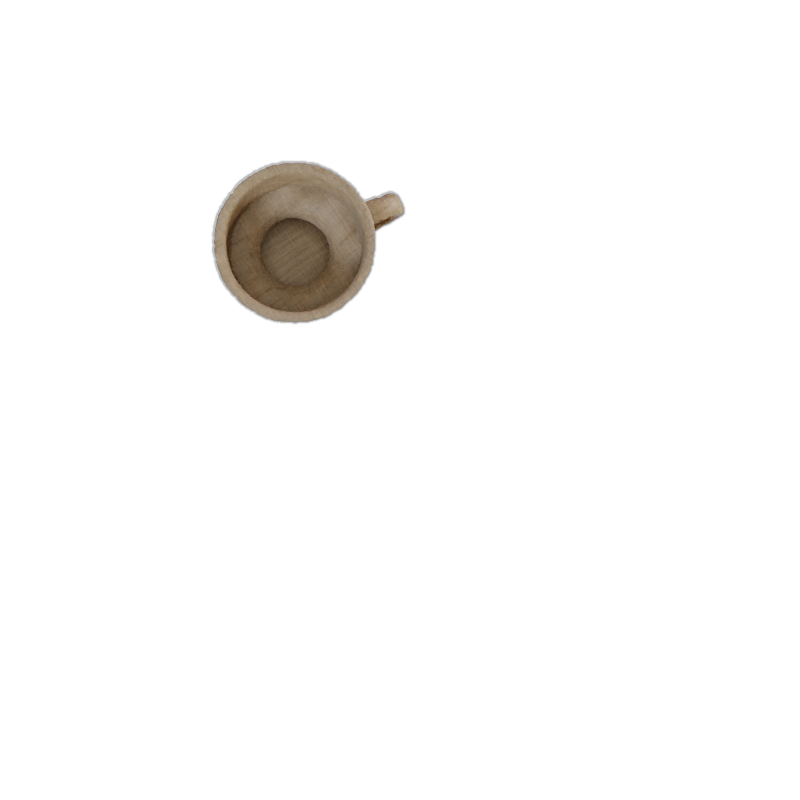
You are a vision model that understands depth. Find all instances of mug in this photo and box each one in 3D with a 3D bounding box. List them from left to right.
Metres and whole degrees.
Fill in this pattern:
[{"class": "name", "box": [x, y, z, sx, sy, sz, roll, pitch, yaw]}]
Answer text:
[{"class": "mug", "box": [-0.053, -0.096, 0.672, 0.117, 0.095, 0.081, -26, -3, -3]}]
